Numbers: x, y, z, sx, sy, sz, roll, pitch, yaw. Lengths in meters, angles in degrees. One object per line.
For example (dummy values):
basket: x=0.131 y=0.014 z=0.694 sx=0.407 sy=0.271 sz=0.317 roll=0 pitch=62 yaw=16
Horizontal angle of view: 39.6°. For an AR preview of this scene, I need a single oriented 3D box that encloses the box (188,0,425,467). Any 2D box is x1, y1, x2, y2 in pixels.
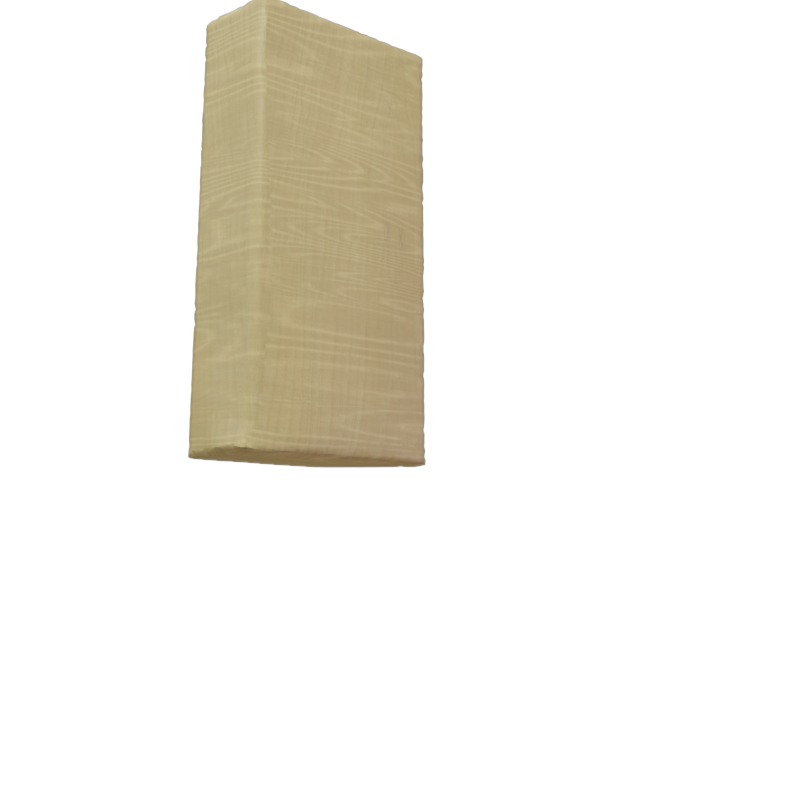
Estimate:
box: x=-0.035 y=-0.064 z=0.448 sx=0.088 sy=0.183 sz=0.049 roll=12 pitch=-19 yaw=-42
